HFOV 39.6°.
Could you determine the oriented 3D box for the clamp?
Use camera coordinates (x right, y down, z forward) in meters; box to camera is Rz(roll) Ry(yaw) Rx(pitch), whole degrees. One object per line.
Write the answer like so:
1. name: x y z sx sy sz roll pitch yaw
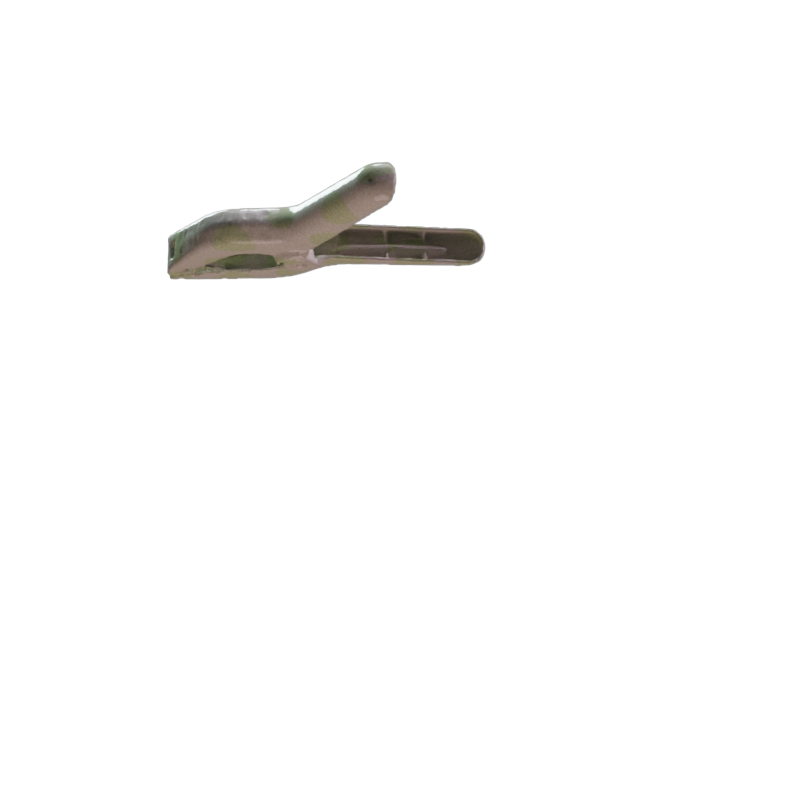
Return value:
1. clamp: -0.057 -0.104 0.729 0.215 0.038 0.155 -6 -12 31
